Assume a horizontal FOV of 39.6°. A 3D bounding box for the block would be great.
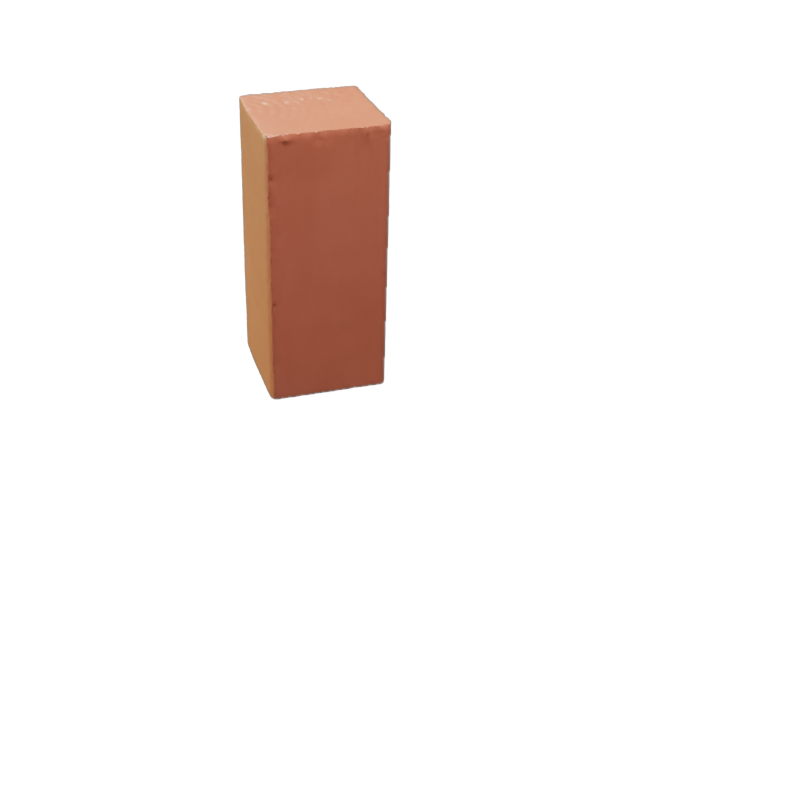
[{"bbox_3d":[-0.064,-0.116,0.811,0.089,0.195,0.097,-7,30,-16],"label":"block"}]
